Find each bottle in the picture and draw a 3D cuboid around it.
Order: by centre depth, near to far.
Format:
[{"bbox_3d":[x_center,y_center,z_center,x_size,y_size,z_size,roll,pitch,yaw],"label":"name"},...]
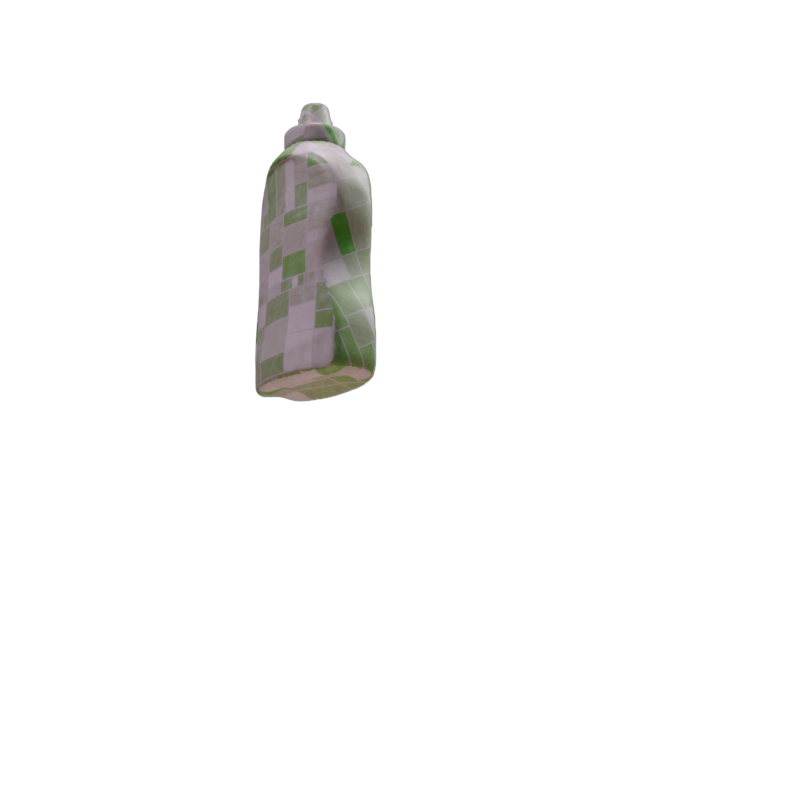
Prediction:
[{"bbox_3d":[-0.055,-0.101,0.709,0.056,0.200,0.096,11,-22,-31],"label":"bottle"}]
